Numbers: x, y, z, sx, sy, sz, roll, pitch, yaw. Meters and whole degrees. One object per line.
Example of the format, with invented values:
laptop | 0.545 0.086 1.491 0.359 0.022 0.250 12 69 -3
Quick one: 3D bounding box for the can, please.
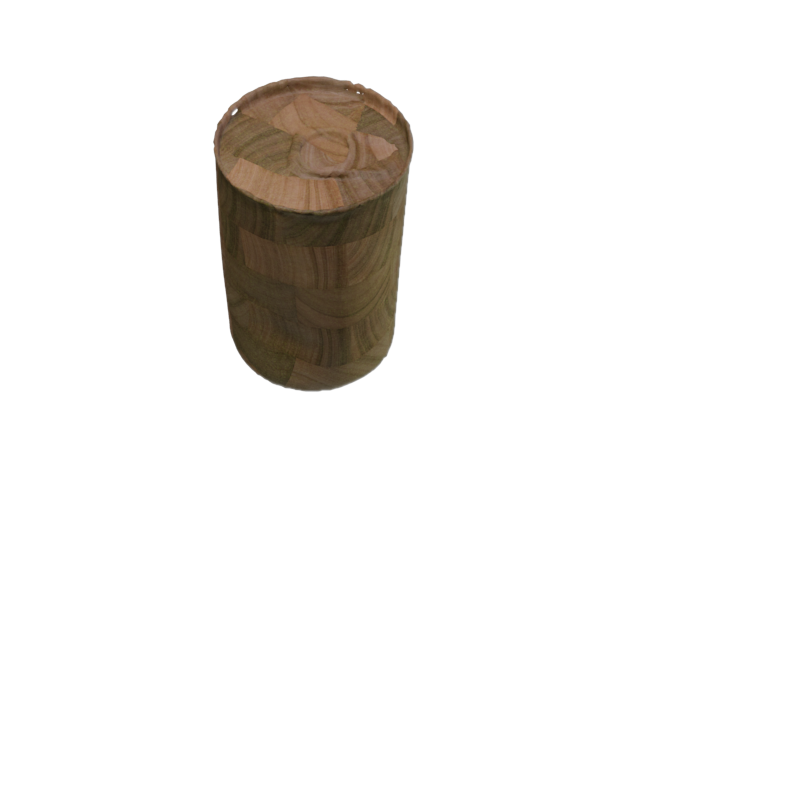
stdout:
can | -0.032 -0.059 0.411 0.068 0.073 0.095 0 -39 -3
